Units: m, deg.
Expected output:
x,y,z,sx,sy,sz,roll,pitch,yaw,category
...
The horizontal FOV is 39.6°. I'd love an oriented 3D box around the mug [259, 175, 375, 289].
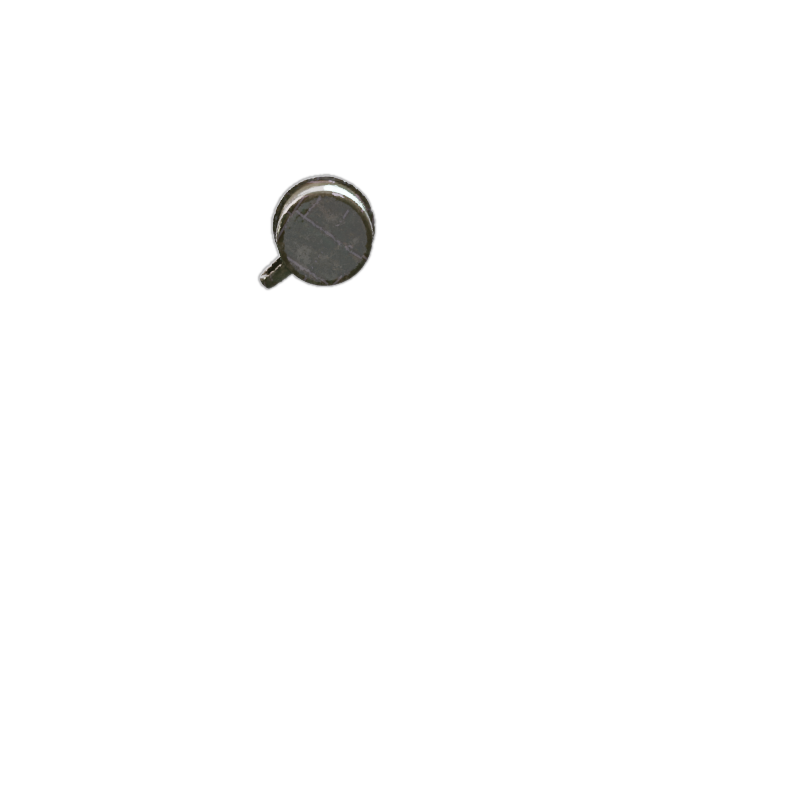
x,y,z,sx,sy,sz,roll,pitch,yaw,category
-0.075,-0.137,0.958,0.117,0.091,0.084,-37,11,5,mug
